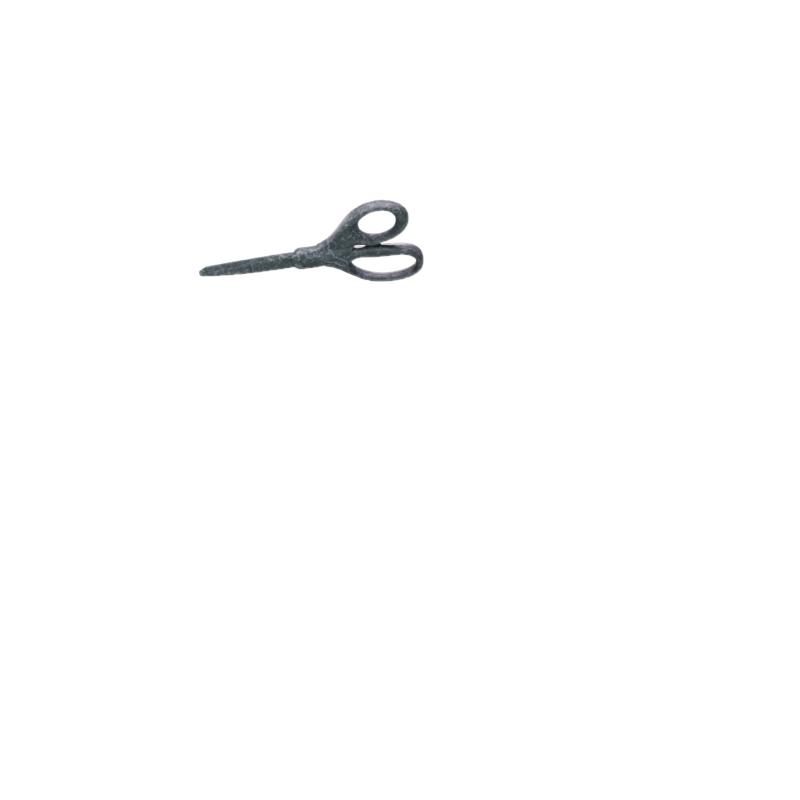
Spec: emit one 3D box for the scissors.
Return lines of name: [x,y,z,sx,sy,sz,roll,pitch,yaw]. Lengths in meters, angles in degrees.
scissors: [-0.077,-0.141,0.987,0.201,0.090,0.017,4,42,-3]
